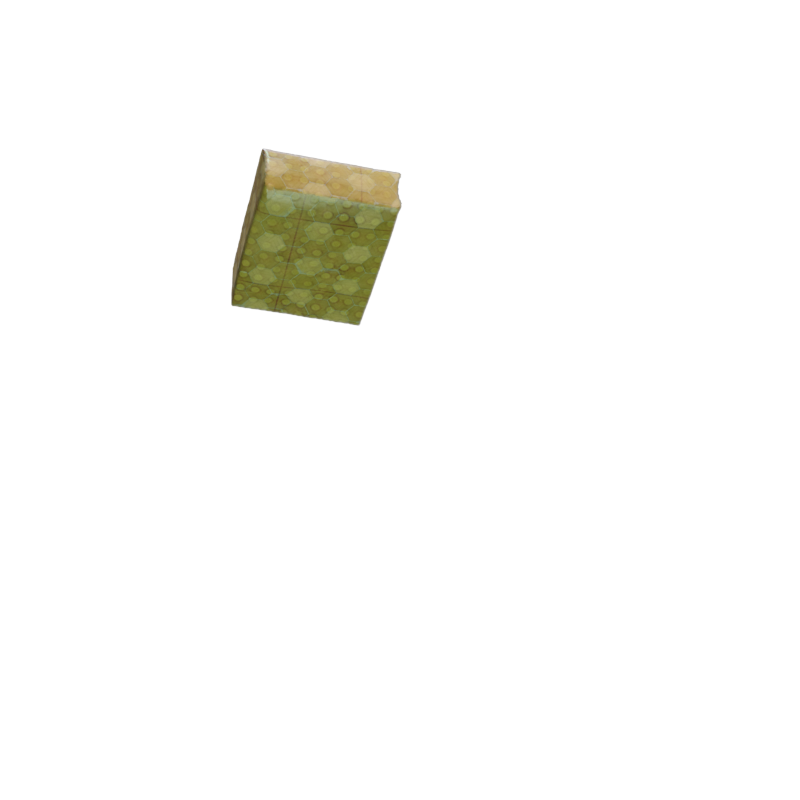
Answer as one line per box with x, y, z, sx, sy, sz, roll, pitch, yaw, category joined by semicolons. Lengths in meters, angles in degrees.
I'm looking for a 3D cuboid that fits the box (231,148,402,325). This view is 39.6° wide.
-0.056;-0.102;0.713;0.088;0.042;0.107;9;-42;-11;box
